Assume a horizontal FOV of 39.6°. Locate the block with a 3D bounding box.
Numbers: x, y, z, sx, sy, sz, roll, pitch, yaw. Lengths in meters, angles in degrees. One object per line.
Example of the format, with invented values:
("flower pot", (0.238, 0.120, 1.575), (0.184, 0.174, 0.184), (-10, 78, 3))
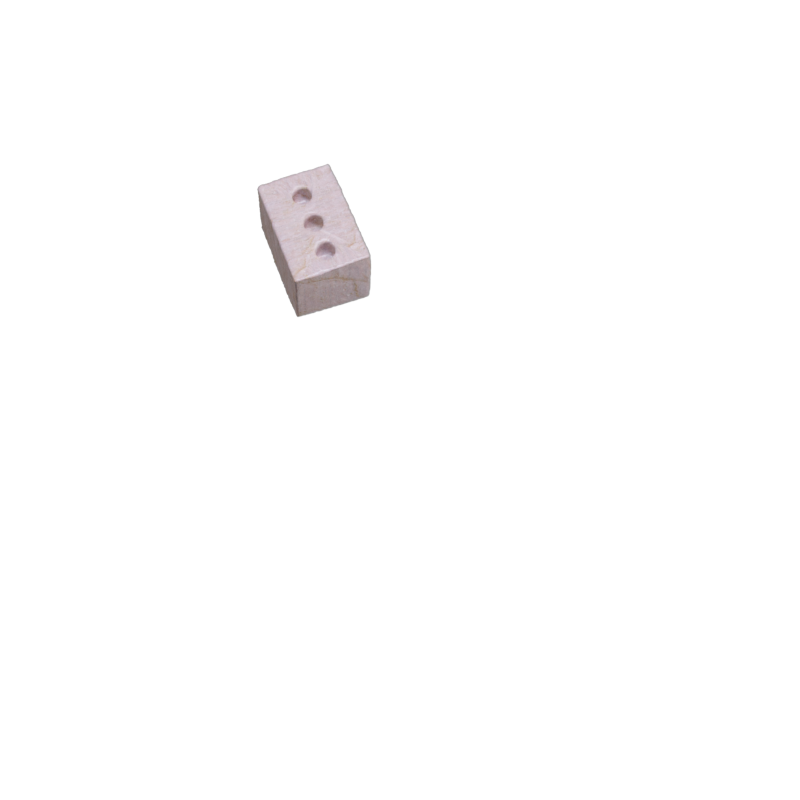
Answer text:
("block", (-0.057, -0.104, 0.730), (0.052, 0.083, 0.048), (-19, -26, -11))
